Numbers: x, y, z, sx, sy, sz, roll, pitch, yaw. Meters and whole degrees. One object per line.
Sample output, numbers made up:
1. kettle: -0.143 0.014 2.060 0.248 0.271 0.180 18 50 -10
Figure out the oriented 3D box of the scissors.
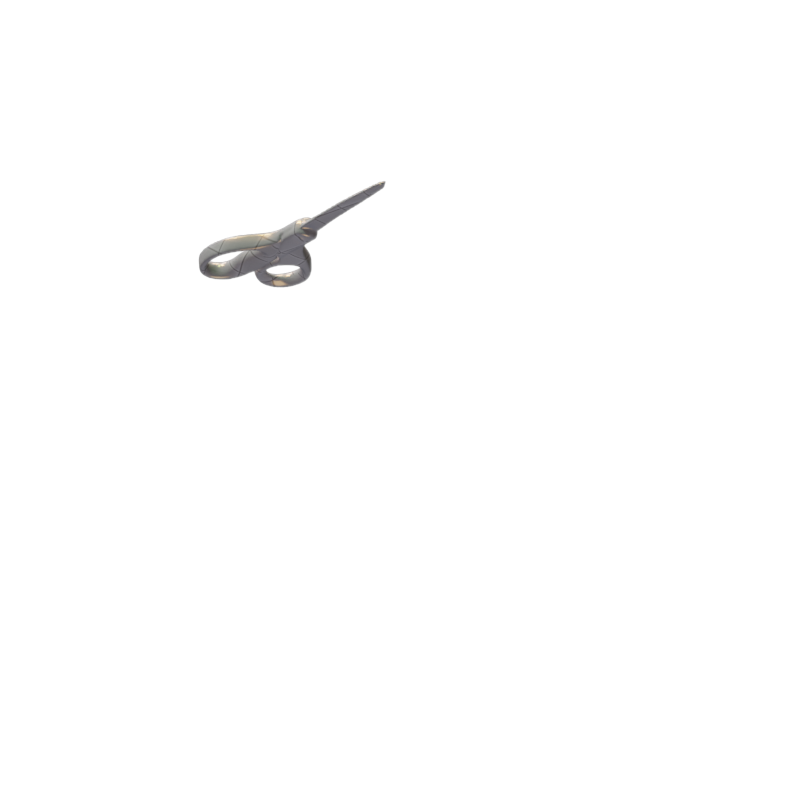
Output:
1. scissors: -0.065 -0.118 0.828 0.205 0.016 0.090 -12 -20 36
